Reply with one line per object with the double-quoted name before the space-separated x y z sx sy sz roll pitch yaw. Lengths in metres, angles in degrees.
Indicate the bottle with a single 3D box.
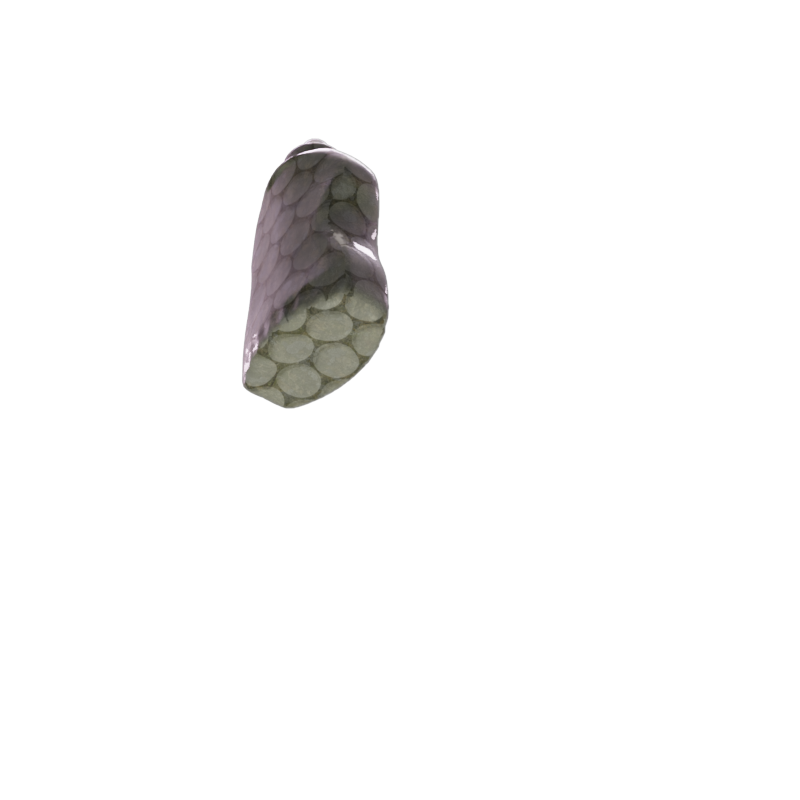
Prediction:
"bottle" -0.051 -0.094 0.659 0.055 0.206 0.094 27 -53 -27
